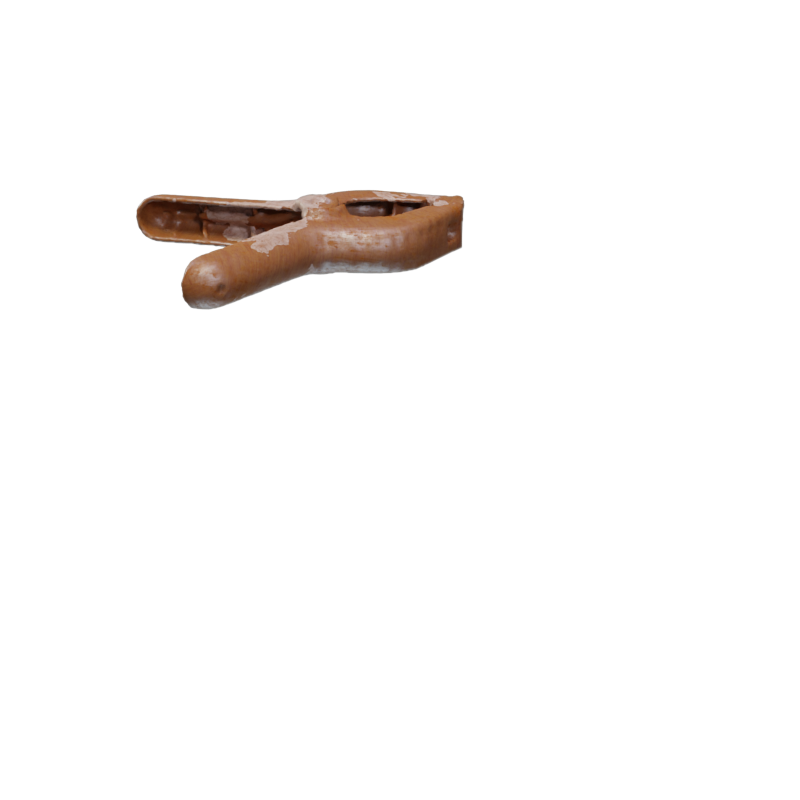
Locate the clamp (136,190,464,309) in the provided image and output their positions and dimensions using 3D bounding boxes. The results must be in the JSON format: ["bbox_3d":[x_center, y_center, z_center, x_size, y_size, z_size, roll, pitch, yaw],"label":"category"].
[{"bbox_3d":[-0.043,-0.079,0.555,0.169,0.037,0.129,-6,32,-10],"label":"clamp"}]
